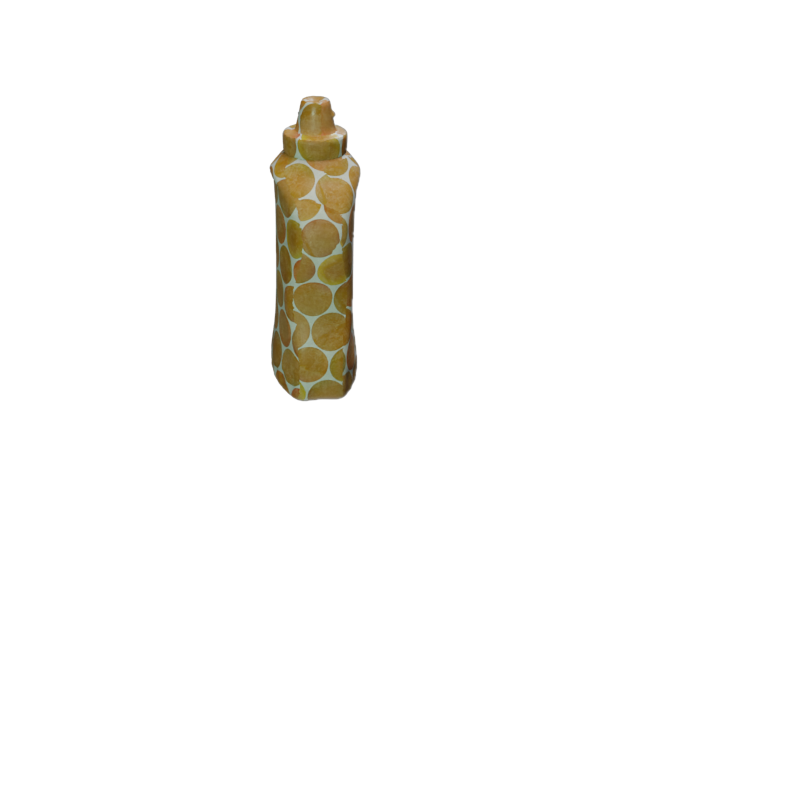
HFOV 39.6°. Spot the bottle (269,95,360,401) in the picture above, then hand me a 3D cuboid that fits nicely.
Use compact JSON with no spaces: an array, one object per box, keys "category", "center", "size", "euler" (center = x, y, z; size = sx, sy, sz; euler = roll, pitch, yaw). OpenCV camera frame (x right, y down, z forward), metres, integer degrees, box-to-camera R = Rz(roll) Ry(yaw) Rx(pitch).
[{"category":"bottle","center":[-0.056,-0.103,0.724],"size":[0.058,0.182,0.102],"euler":[-2,25,-7]}]
